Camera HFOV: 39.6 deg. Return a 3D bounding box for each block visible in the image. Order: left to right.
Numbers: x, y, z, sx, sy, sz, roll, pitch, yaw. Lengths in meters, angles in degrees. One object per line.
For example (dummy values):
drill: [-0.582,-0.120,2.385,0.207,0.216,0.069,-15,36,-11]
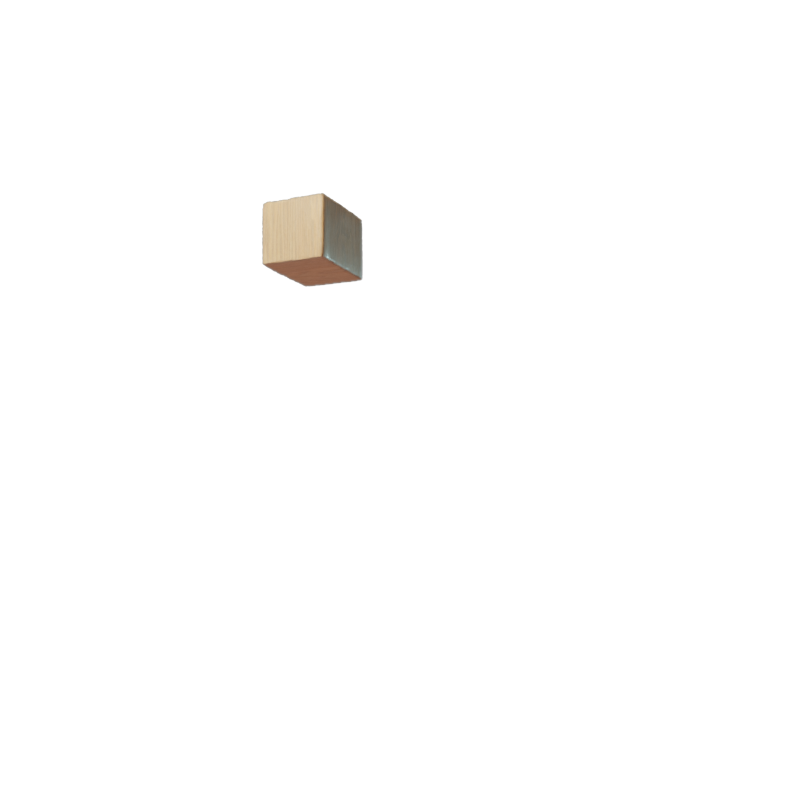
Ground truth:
block: [-0.068,-0.124,0.865,0.054,0.053,0.074,-6,-12,22]
